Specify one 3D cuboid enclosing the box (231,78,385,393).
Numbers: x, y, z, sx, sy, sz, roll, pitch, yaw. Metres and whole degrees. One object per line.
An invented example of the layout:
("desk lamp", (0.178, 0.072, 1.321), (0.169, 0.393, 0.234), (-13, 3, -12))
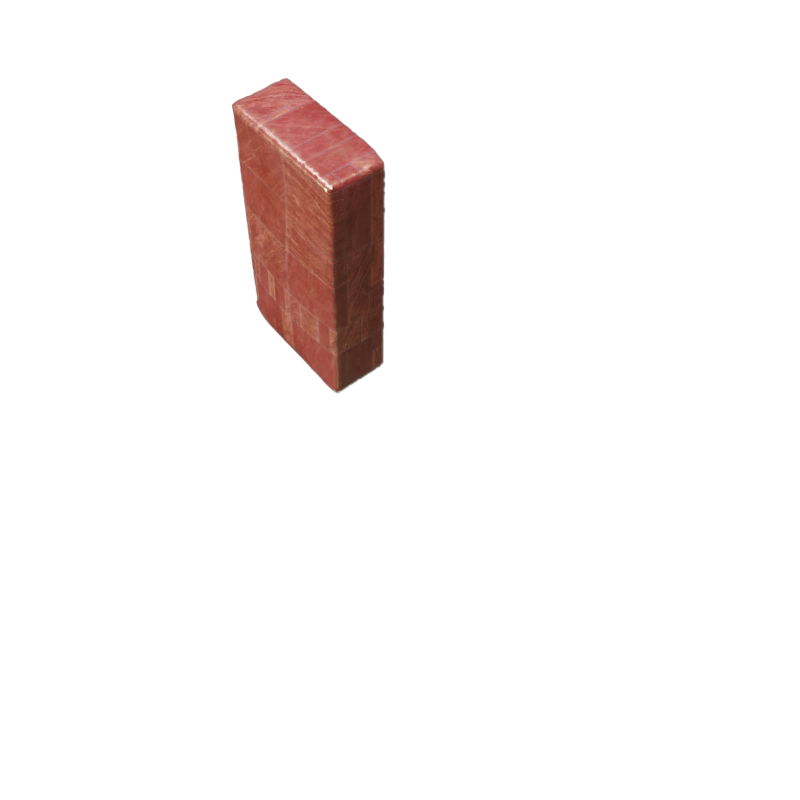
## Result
("box", (-0.051, -0.094, 0.657), (0.048, 0.164, 0.100), (-29, 57, -25))
